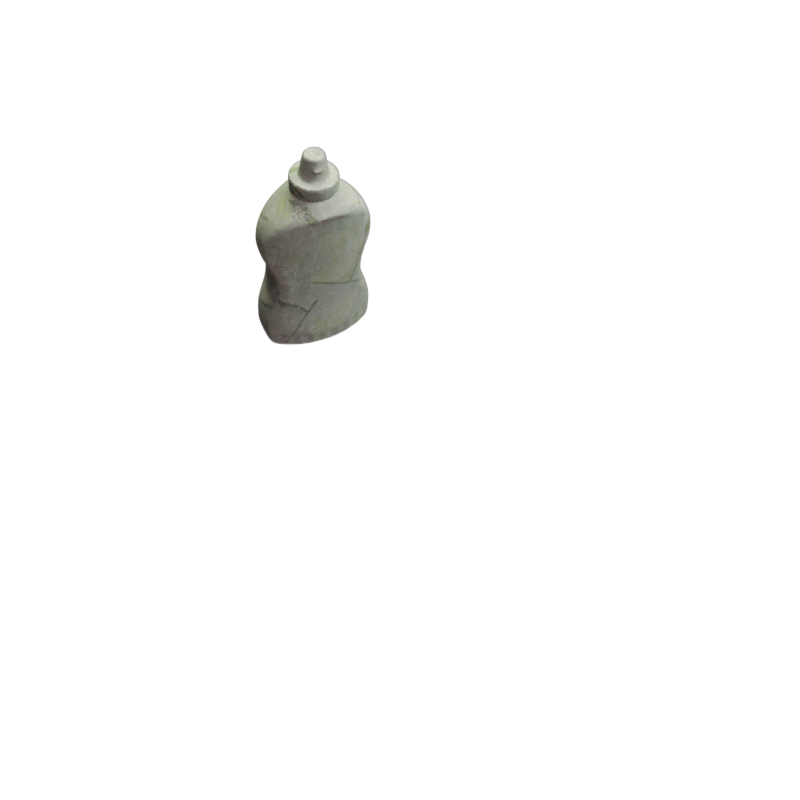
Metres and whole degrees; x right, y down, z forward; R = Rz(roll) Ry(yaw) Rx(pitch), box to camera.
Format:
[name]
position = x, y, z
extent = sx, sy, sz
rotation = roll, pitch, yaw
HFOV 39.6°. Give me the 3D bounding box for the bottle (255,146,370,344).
[bottle]
position = -0.072, -0.131, 0.923
extent = 0.095, 0.063, 0.179
rotation = -16, -39, -17
